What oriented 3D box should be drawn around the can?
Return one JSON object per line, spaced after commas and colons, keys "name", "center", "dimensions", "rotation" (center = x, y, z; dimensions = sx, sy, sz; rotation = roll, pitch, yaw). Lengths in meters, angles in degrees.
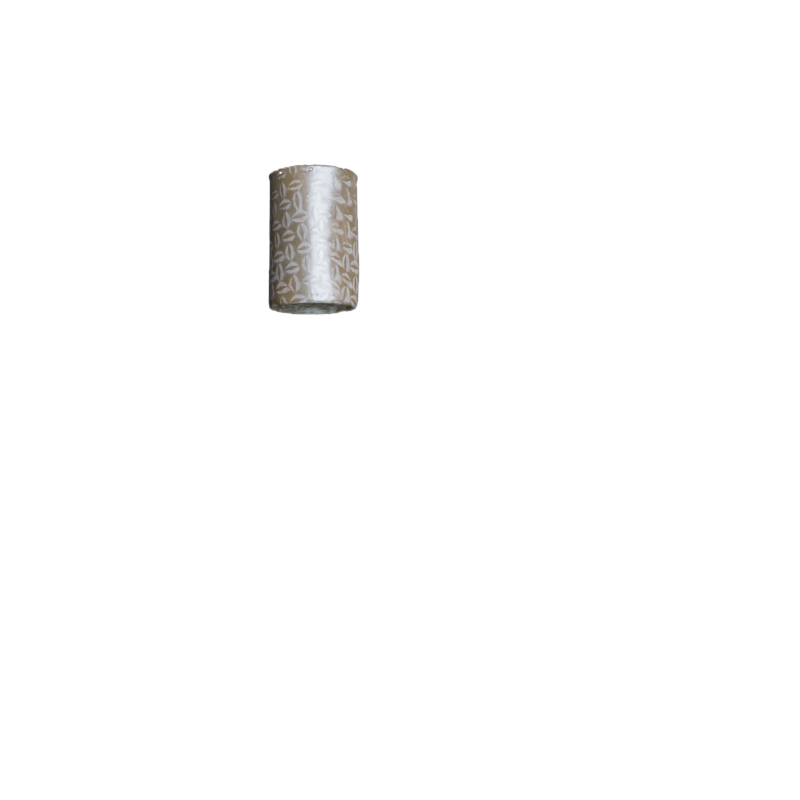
{"name": "can", "center": [-0.065, -0.119, 0.833], "dimensions": [0.068, 0.105, 0.067], "rotation": [0, -9, -2]}
